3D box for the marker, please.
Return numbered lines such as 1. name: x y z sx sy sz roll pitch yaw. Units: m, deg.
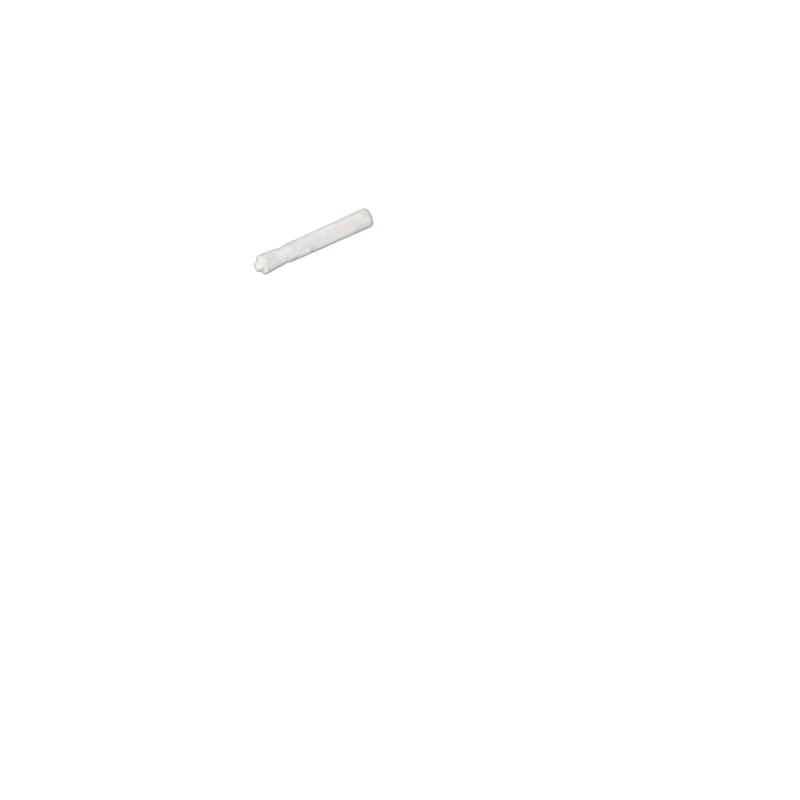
1. marker: -0.078 -0.142 0.998 0.120 0.019 0.020 -28 16 -24
